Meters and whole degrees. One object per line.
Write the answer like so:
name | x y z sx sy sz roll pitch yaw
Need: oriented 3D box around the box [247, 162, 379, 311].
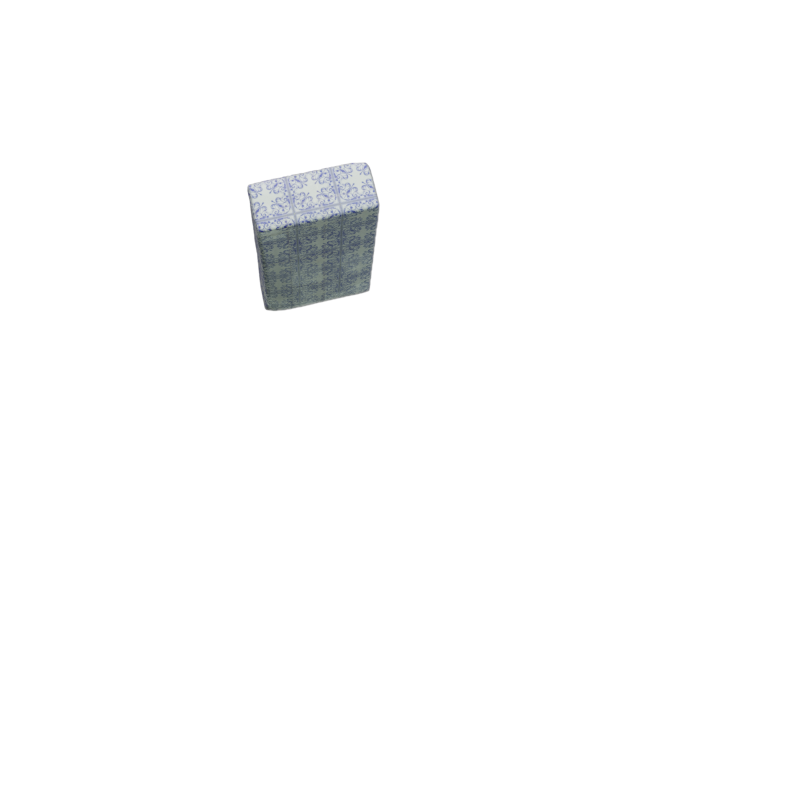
box | -0.069 -0.125 0.877 0.093 0.051 0.168 -12 -18 -8
